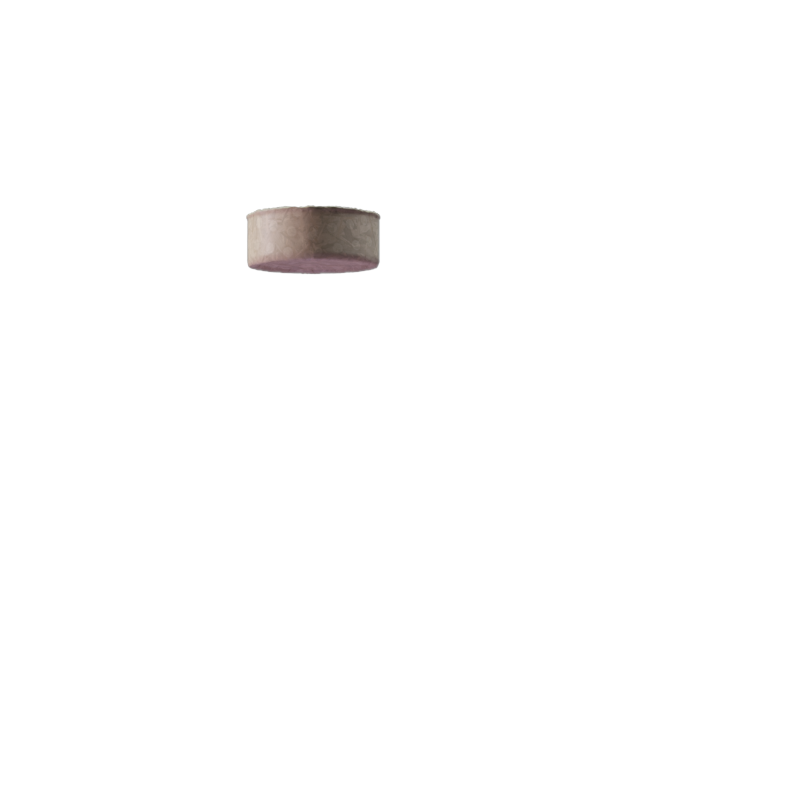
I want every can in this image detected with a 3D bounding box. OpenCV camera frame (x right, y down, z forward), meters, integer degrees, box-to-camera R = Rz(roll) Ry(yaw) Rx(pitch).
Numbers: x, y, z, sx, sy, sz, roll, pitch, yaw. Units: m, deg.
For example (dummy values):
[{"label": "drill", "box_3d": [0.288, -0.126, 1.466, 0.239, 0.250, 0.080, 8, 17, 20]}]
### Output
[{"label": "can", "box_3d": [-0.055, -0.101, 0.706, 0.086, 0.034, 0.085, 0, 0, -2]}]
